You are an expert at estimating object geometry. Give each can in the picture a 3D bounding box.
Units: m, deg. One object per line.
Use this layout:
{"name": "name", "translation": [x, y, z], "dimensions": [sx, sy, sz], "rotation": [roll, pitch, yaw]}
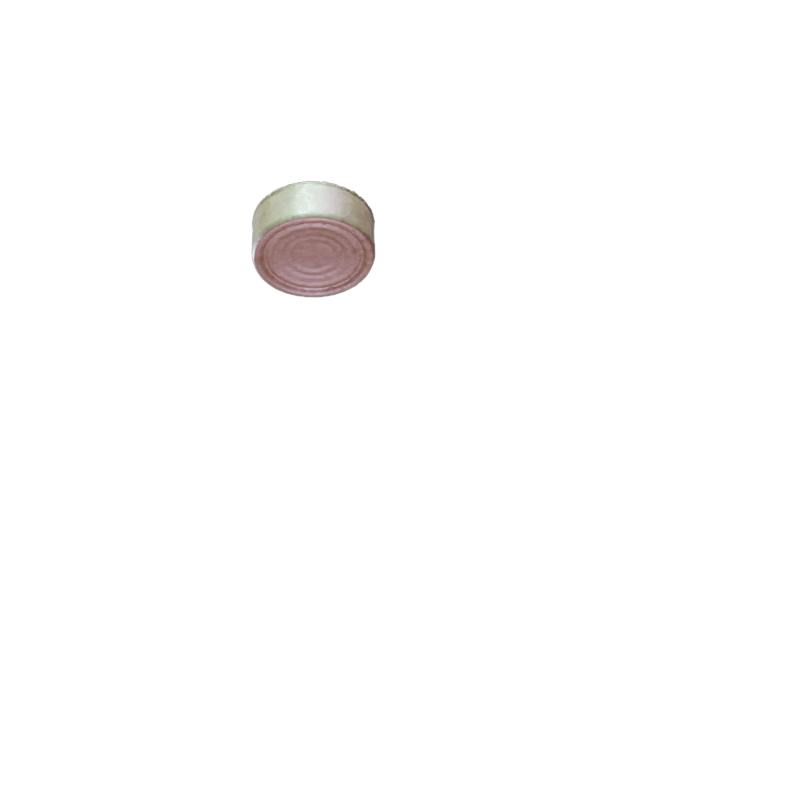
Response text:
{"name": "can", "translation": [-0.060, -0.109, 0.762], "dimensions": [0.086, 0.036, 0.080], "rotation": [1, -38, -2]}
